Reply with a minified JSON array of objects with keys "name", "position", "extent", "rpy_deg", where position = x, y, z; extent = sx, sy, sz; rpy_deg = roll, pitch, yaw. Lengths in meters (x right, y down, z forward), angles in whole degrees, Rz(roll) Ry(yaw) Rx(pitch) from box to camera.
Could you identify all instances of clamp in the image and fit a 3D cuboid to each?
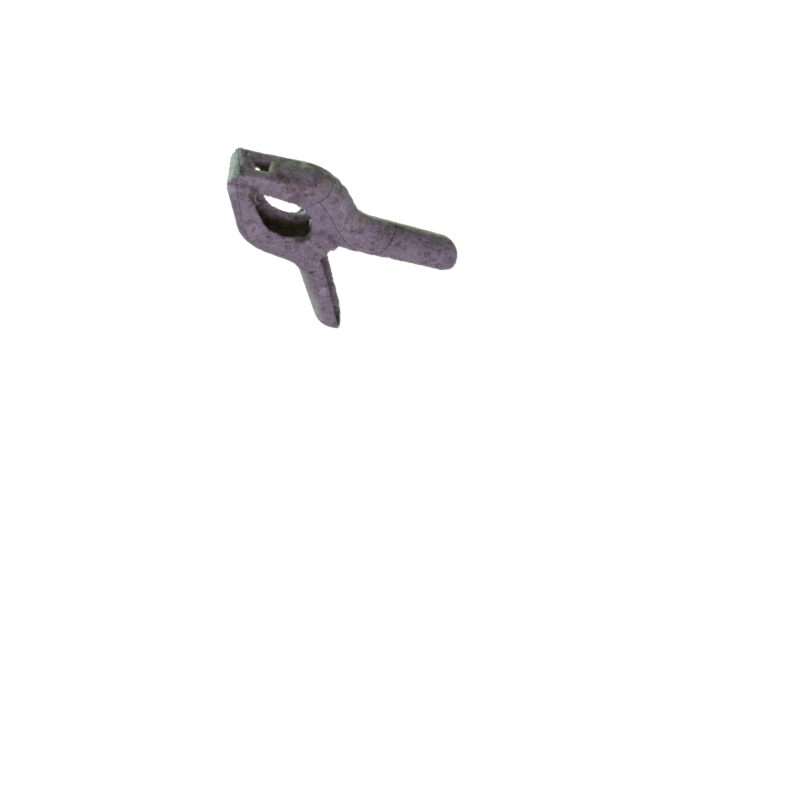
[{"name":"clamp","position":[-0.059,-0.108,0.758],"extent":[0.162,0.042,0.118],"rpy_deg":[30,-52,-27]}]
